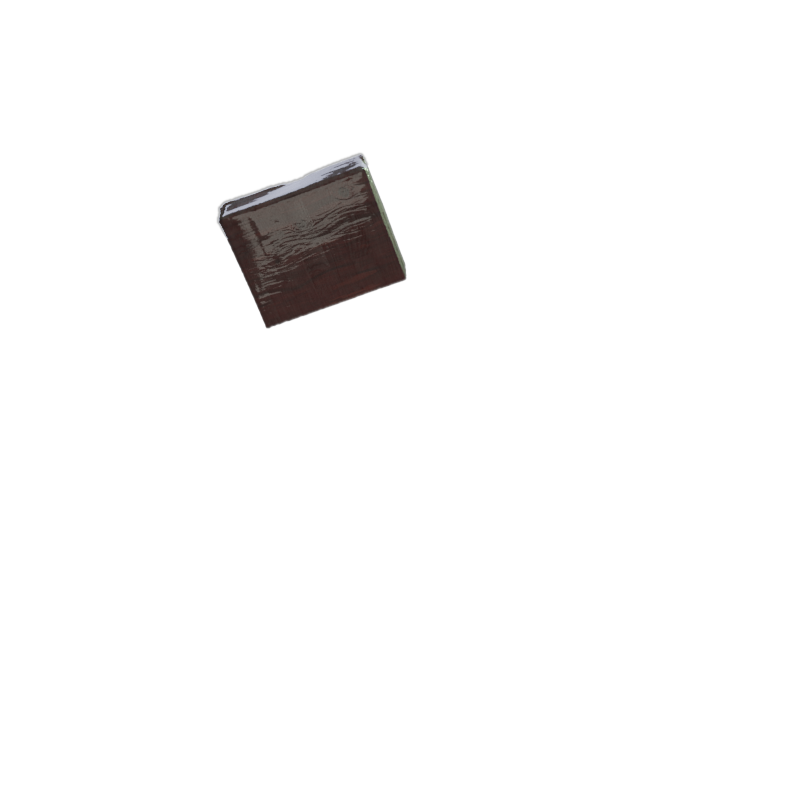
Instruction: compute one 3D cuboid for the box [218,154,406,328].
[{"bbox_3d":[-0.050,-0.091,0.635,0.089,0.069,0.032,-19,23,8],"label":"box"}]
